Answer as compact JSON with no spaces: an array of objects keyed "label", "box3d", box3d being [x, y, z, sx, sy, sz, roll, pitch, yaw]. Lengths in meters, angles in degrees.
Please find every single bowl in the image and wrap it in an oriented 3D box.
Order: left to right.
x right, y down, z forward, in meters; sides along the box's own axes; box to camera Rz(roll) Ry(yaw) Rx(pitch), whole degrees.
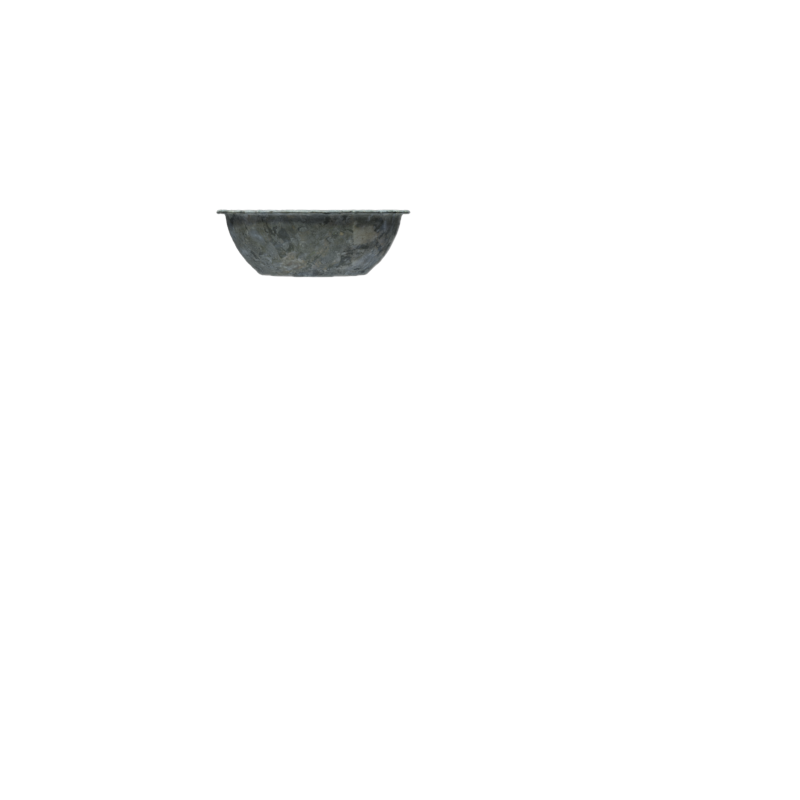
[{"label":"bowl","box3d":[-0.073,-0.132,0.927,0.162,0.054,0.164,0,8,-2]}]
